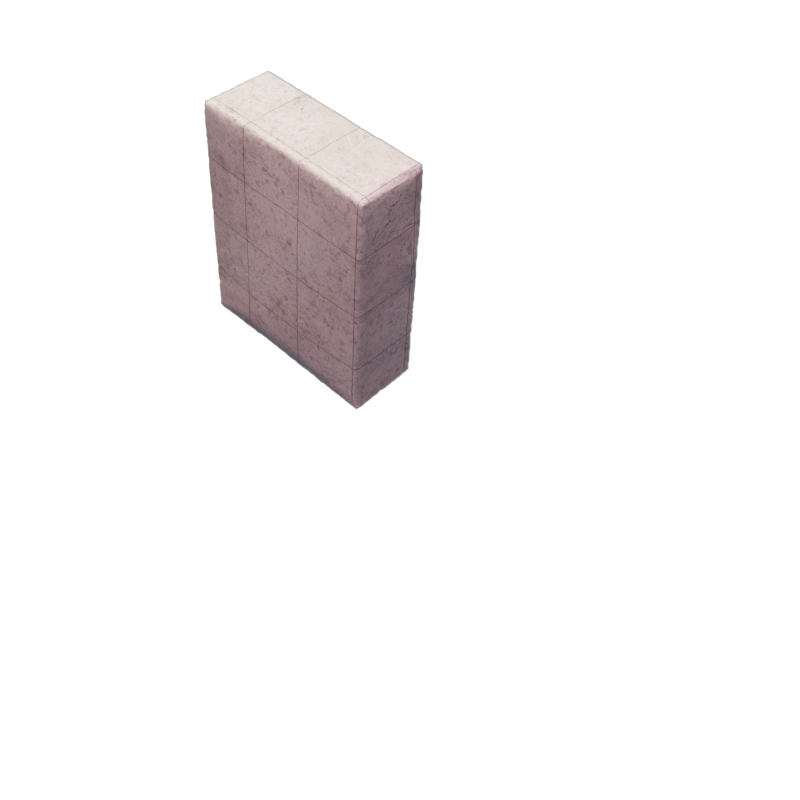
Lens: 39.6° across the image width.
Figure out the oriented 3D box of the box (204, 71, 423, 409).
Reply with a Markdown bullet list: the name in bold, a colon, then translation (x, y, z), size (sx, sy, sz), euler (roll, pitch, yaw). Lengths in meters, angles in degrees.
- **box**: translation (-0.066, -0.121, 0.846), size (0.072, 0.199, 0.175), euler (-34, 56, -30)
